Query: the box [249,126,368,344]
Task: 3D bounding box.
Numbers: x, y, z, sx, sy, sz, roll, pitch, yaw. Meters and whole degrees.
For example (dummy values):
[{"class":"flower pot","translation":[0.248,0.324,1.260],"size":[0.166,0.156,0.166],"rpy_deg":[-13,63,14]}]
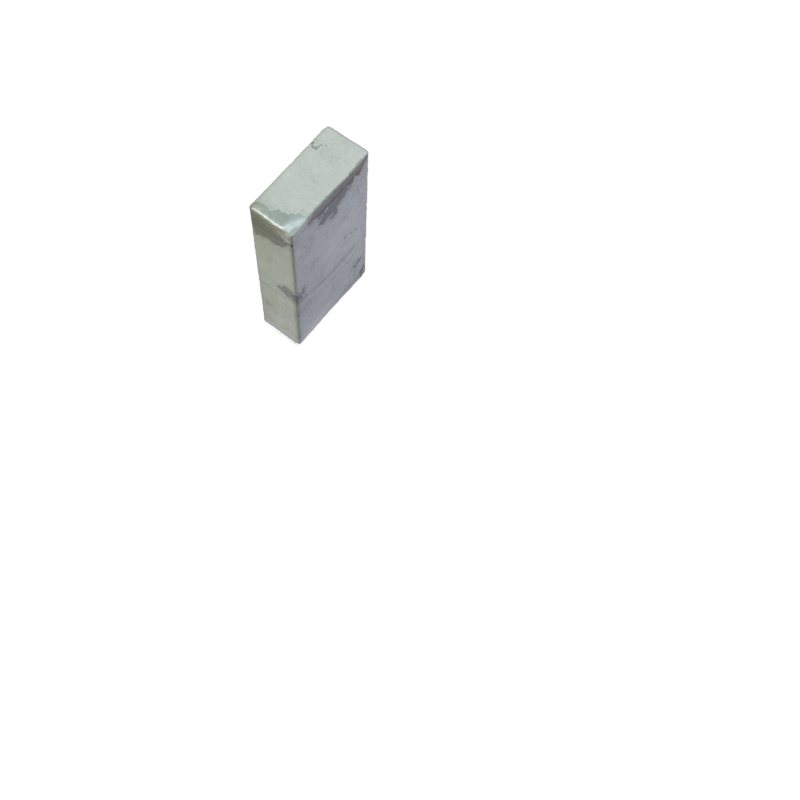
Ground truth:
[{"class":"box","translation":[-0.067,-0.122,0.859],"size":[0.050,0.095,0.167],"rpy_deg":[35,-21,10]}]
